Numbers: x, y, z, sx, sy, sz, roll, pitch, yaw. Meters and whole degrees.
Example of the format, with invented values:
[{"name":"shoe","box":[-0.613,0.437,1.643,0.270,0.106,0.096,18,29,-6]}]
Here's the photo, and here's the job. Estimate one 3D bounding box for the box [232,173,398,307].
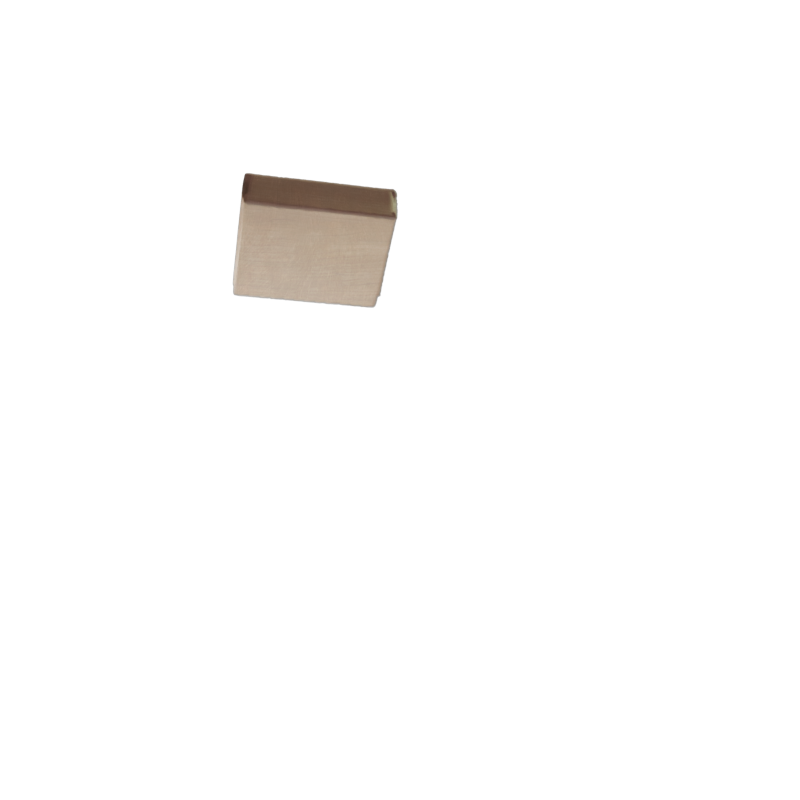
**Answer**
[{"name":"box","box":[-0.051,-0.092,0.647,0.088,0.032,0.069,5,-45,-6]}]
